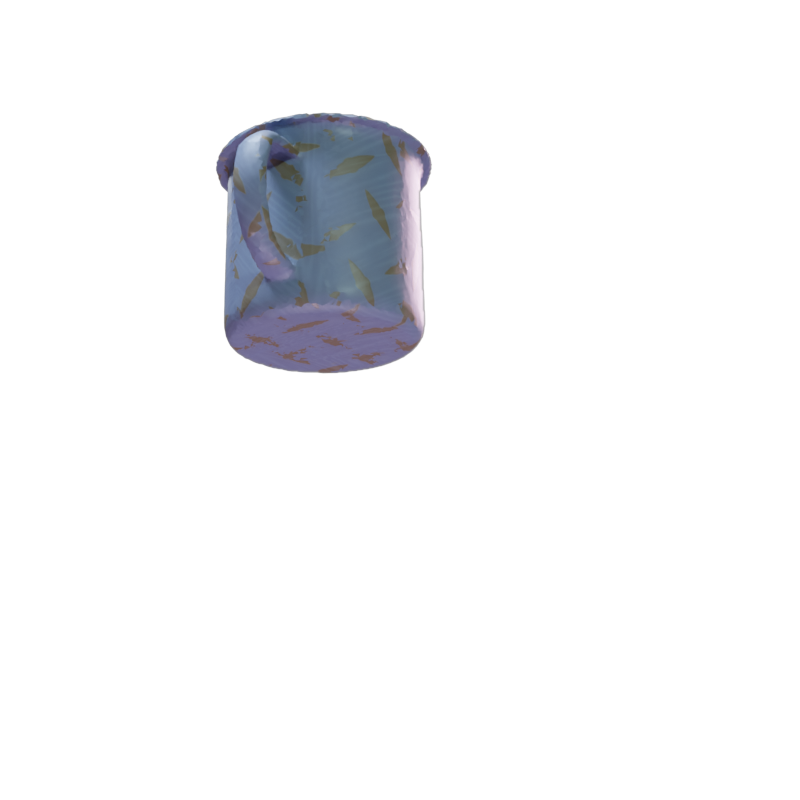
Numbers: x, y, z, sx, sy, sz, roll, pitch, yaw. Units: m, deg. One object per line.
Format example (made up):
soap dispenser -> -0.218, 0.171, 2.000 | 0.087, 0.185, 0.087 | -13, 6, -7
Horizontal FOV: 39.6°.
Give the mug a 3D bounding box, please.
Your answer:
mug -> -0.035, -0.065, 0.453 | 0.095, 0.086, 0.109 | -8, -22, 18
